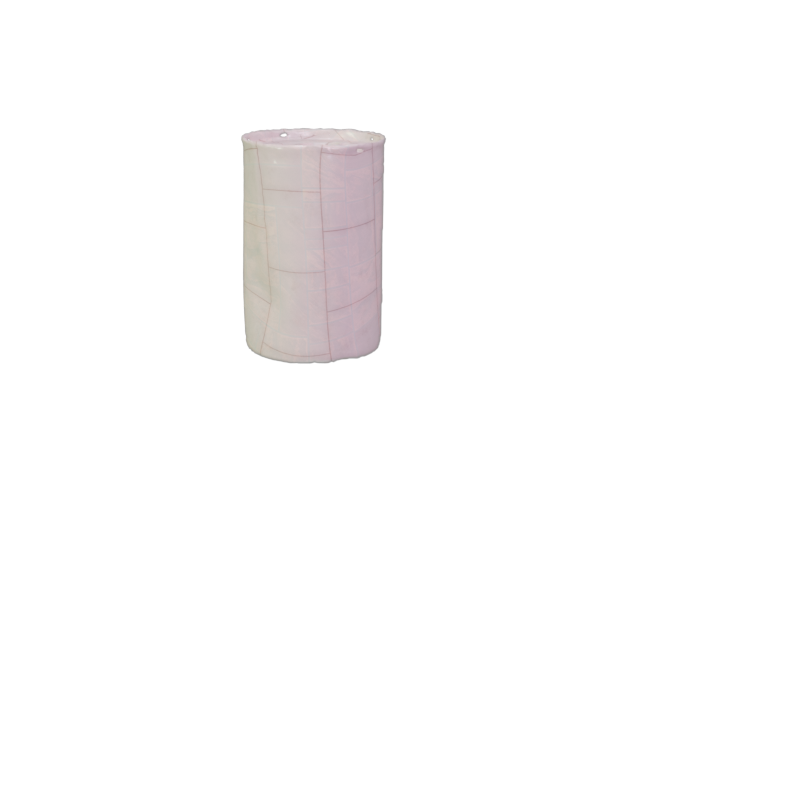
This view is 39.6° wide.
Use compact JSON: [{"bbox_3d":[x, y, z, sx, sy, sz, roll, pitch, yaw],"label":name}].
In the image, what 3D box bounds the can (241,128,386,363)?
[{"bbox_3d":[-0.041,-0.076,0.530,0.068,0.099,0.071,0,15,-2],"label":"can"}]
